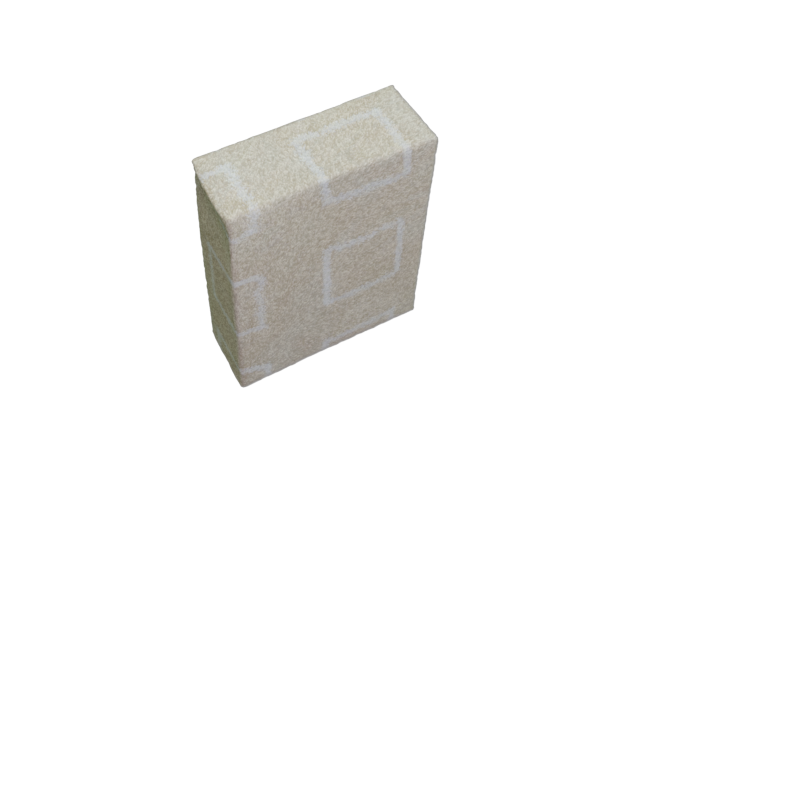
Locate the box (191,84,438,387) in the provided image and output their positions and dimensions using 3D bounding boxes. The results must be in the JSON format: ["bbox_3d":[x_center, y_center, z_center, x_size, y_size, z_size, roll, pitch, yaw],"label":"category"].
[{"bbox_3d":[-0.066,-0.120,0.840,0.163,0.077,0.200,-25,-28,-18],"label":"box"}]
